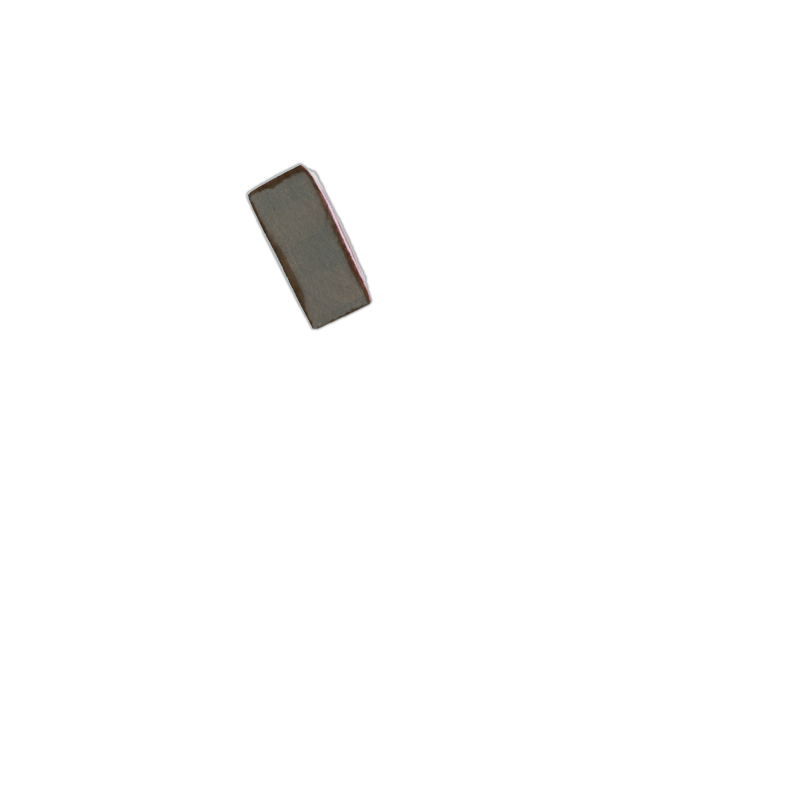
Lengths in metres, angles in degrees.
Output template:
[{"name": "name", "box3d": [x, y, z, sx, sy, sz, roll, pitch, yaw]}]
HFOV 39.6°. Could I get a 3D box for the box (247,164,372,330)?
[{"name": "box", "box3d": [-0.058, -0.104, 0.734, 0.048, 0.092, 0.179, -25, 8, 0]}]
